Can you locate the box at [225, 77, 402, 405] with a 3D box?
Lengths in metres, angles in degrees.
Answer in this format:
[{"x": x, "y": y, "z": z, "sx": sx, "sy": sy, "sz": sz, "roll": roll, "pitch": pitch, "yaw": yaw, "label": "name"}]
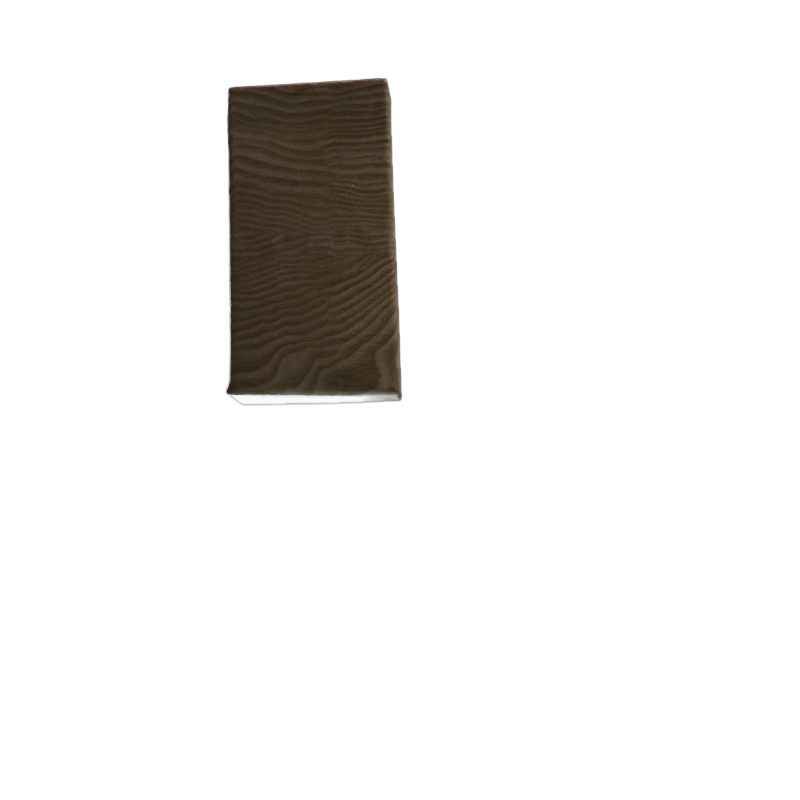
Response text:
[{"x": -0.048, "y": -0.088, "z": 0.616, "sx": 0.094, "sy": 0.183, "sz": 0.046, "roll": -2, "pitch": -15, "yaw": 5, "label": "box"}]
